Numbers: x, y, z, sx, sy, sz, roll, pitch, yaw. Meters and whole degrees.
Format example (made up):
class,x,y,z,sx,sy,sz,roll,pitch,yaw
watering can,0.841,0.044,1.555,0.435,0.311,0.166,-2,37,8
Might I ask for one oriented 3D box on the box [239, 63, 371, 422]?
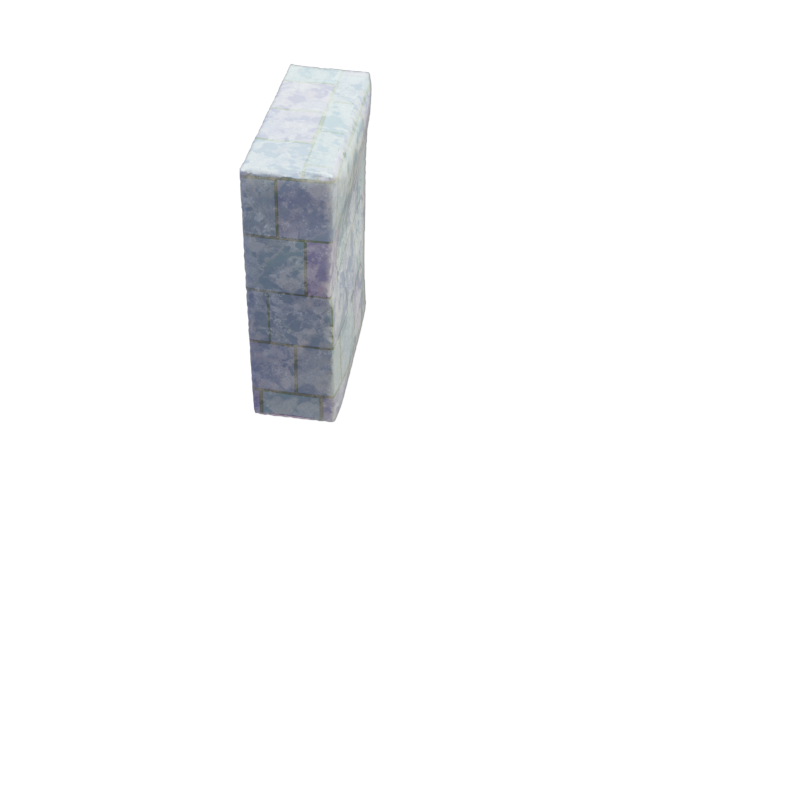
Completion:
class,x,y,z,sx,sy,sz,roll,pitch,yaw
box,-0.065,-0.118,0.828,0.072,0.200,0.174,6,38,4
